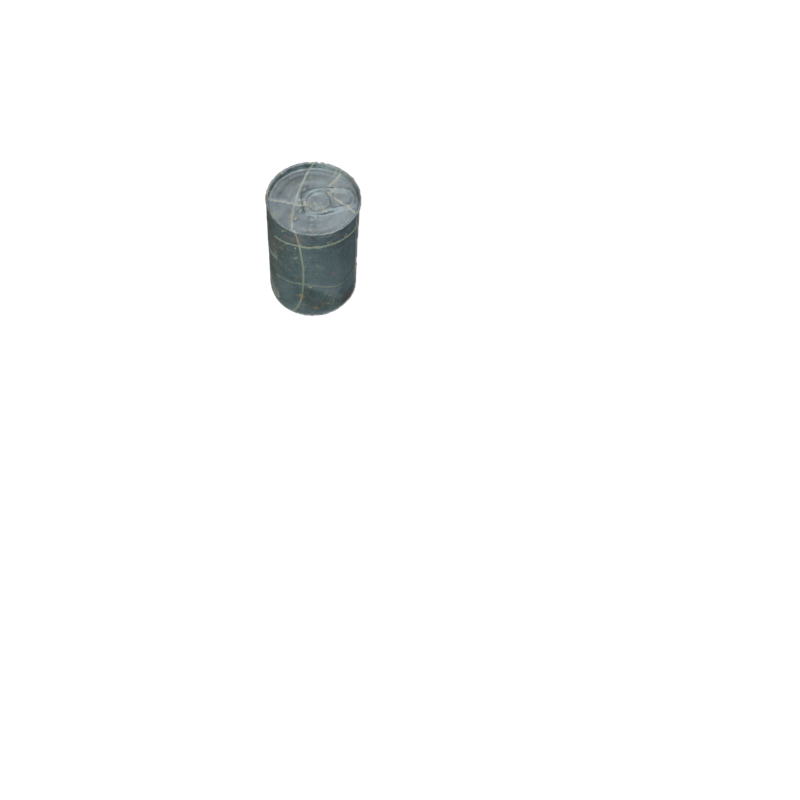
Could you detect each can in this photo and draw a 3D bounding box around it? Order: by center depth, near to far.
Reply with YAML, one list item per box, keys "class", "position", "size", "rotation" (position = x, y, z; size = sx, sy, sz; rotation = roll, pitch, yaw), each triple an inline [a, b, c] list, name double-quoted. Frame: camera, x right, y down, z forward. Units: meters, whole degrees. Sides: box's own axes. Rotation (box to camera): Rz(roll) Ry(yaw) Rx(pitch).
- class: "can"
  position: [-0.064, -0.117, 0.820]
  size: [0.068, 0.073, 0.096]
  rotation: [0, -34, -3]
